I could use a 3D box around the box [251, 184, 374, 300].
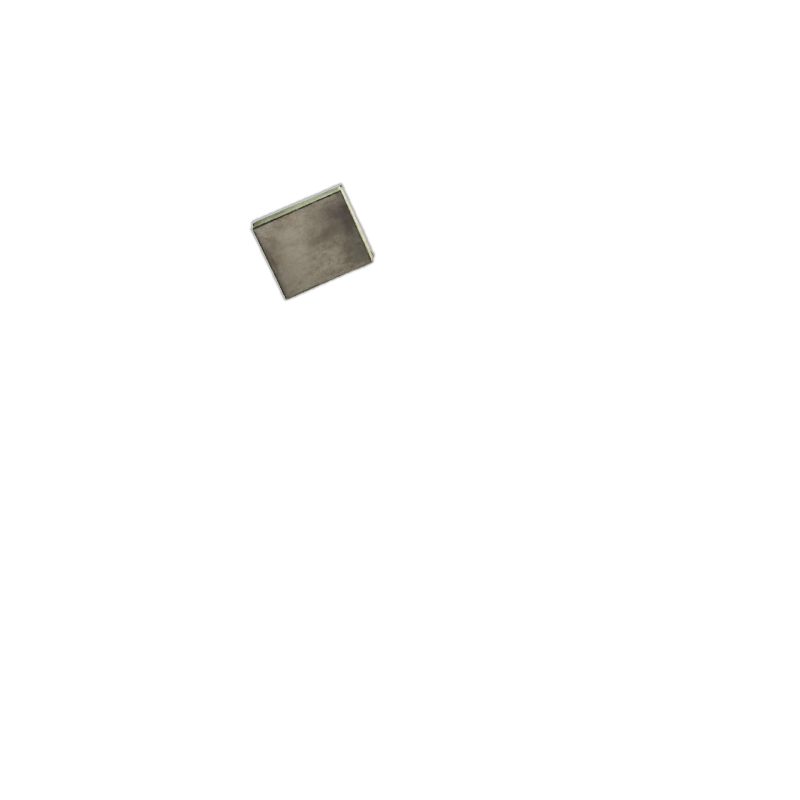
[{"bbox_3d":[-0.077,-0.141,0.985,0.089,0.070,0.031,-23,15,6],"label":"box"}]
